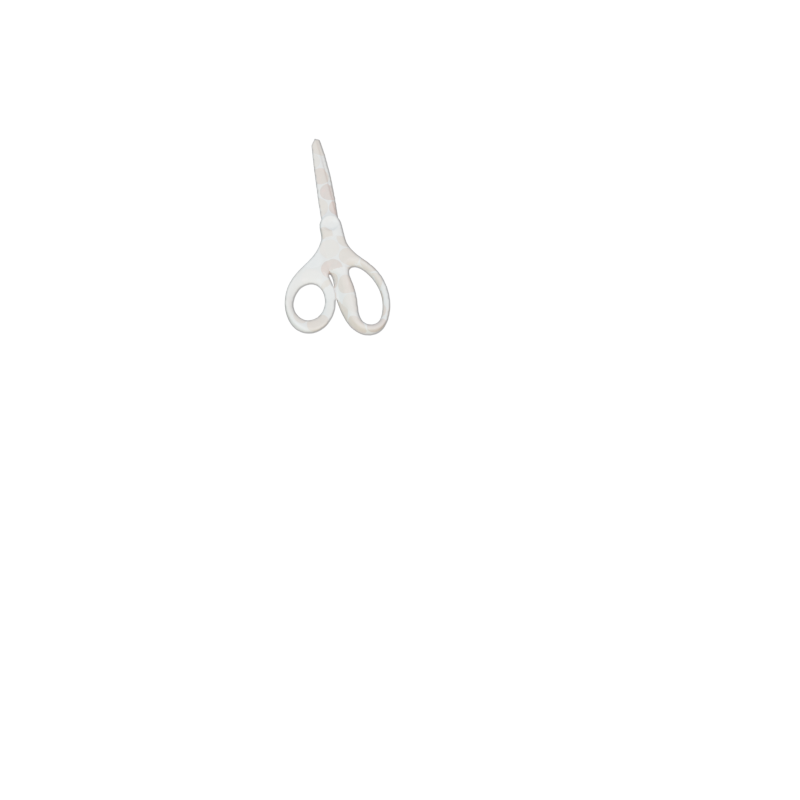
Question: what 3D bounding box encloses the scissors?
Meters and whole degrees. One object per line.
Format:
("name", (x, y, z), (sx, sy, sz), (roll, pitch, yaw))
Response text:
("scissors", (-0.075, -0.137, 0.959), (0.096, 0.216, 0.015), (-21, -28, -12))
